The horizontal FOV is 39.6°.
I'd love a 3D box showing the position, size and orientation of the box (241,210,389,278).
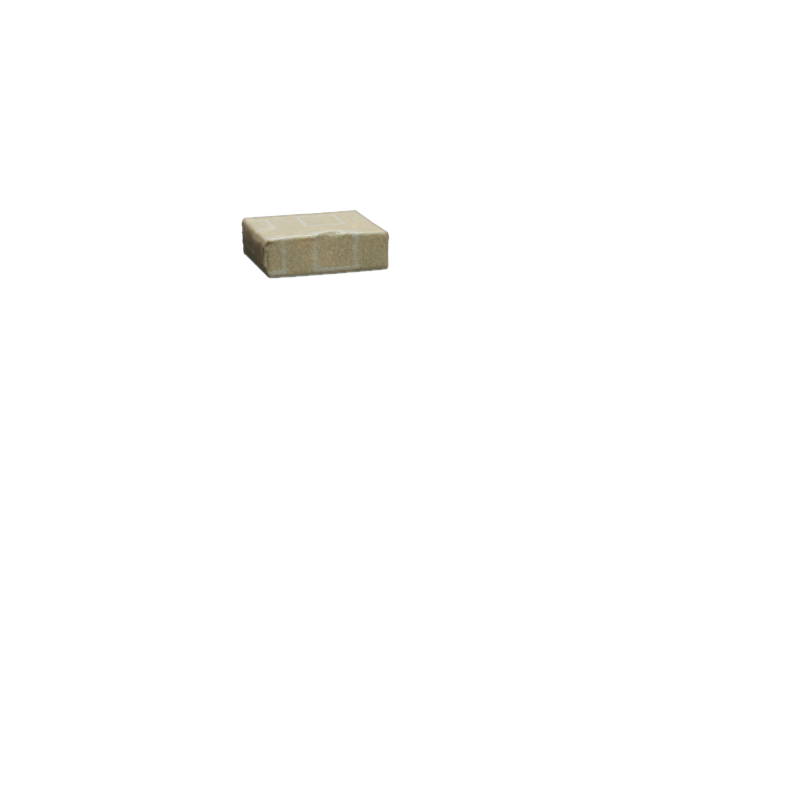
[{"bbox_3d":[-0.061,-0.111,0.779,0.088,0.029,0.077,-6,21,-16],"label":"box"}]
